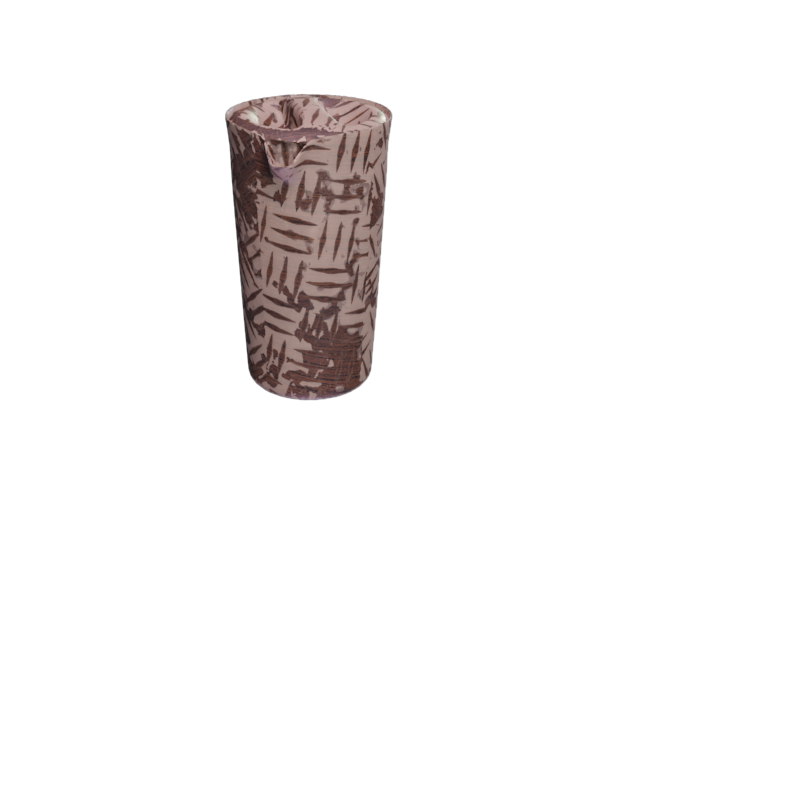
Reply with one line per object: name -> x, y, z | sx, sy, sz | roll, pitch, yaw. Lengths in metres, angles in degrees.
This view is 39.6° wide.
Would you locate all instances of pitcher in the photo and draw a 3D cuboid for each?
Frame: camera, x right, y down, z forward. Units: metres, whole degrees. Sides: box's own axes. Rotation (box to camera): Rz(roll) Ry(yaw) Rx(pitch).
pitcher -> -0.073, -0.133, 0.935 | 0.146, 0.231, 0.155 | -15, 29, -31
